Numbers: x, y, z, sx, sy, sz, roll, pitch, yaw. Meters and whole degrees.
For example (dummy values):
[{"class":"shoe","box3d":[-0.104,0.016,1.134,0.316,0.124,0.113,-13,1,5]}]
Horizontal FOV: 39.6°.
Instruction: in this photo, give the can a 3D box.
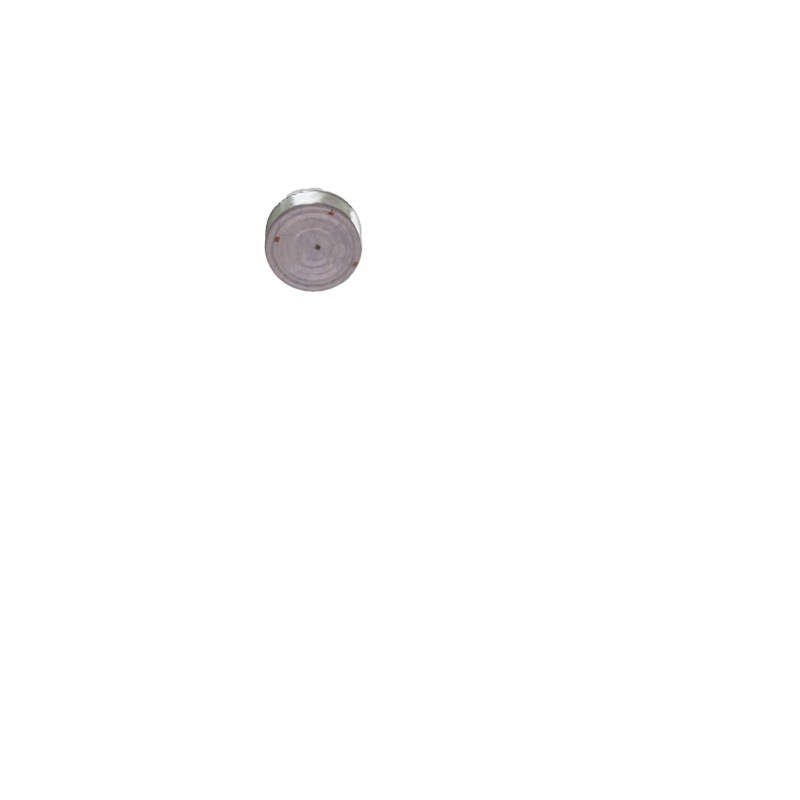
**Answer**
[{"class":"can","box3d":[-0.076,-0.138,0.967,0.086,0.081,0.035,1,27,-1]}]
